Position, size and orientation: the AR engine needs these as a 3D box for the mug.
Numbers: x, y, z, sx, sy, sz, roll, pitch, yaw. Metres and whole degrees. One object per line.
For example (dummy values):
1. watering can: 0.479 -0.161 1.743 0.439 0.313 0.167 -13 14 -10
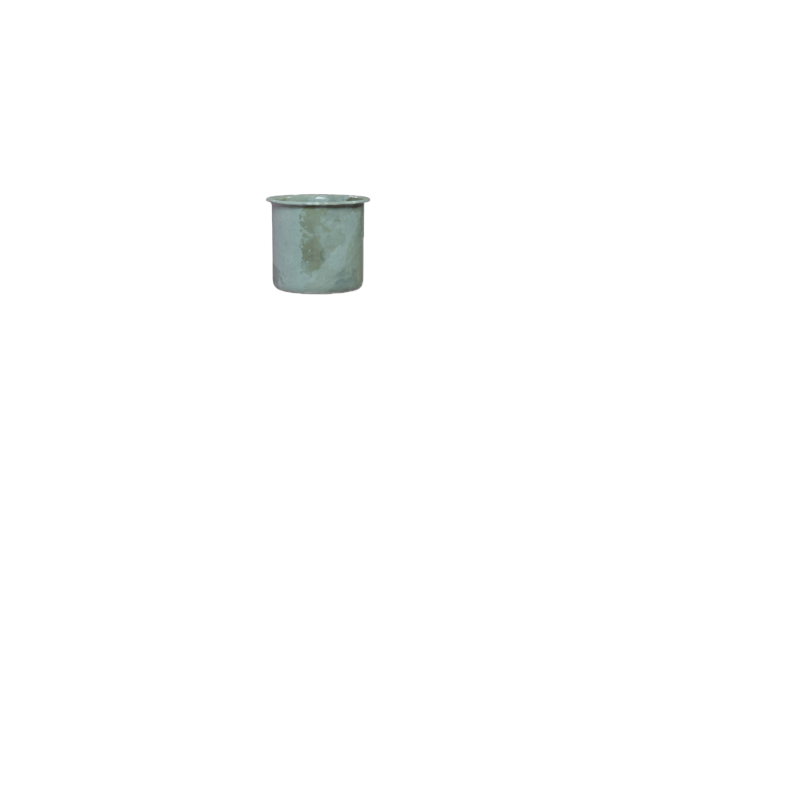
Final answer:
1. mug: -0.078 -0.143 0.999 0.091 0.080 0.123 -5 13 -23
